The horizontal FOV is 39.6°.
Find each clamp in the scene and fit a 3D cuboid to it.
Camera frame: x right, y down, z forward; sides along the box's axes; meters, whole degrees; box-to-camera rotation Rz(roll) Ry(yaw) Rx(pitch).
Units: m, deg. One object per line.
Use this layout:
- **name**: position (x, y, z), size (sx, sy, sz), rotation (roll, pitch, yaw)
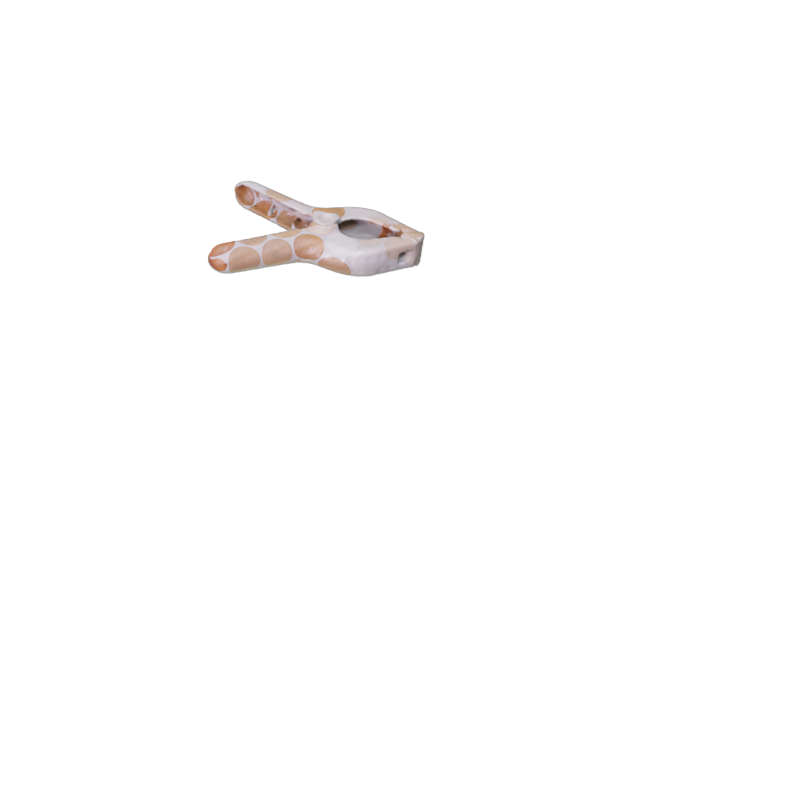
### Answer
- **clamp**: position (-0.070, -0.128, 0.896), size (0.175, 0.036, 0.126), rotation (11, 44, 11)
